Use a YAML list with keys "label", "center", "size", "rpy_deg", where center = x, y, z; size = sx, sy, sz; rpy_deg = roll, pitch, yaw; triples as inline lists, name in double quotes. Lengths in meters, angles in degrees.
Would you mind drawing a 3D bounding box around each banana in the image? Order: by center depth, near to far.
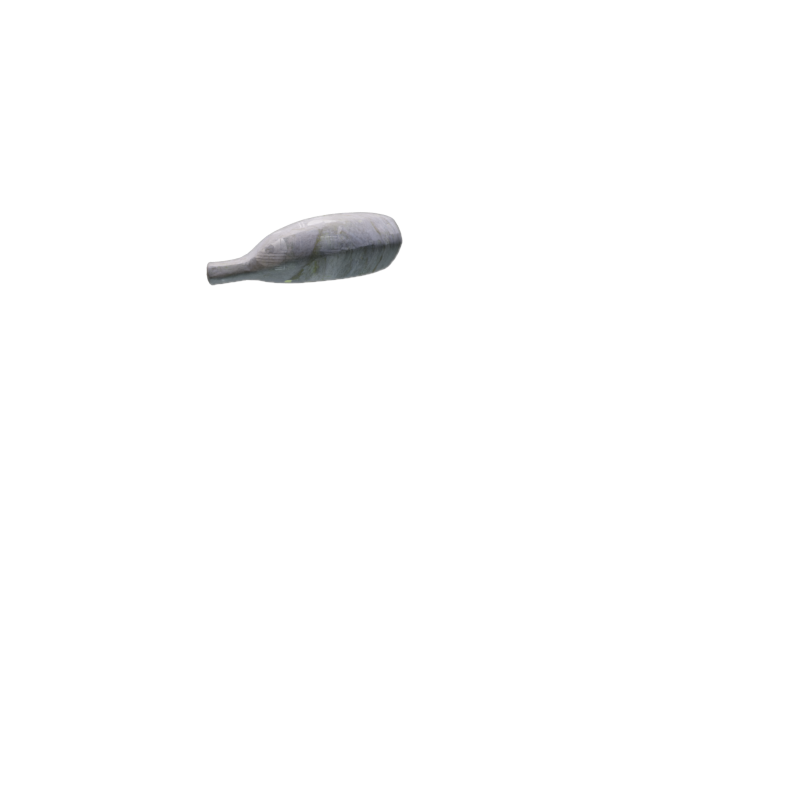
- label: "banana"
  center: [-0.036, -0.093, 0.653]
  size: [0.072, 0.036, 0.195]
  rpy_deg: [4, 12, 22]
